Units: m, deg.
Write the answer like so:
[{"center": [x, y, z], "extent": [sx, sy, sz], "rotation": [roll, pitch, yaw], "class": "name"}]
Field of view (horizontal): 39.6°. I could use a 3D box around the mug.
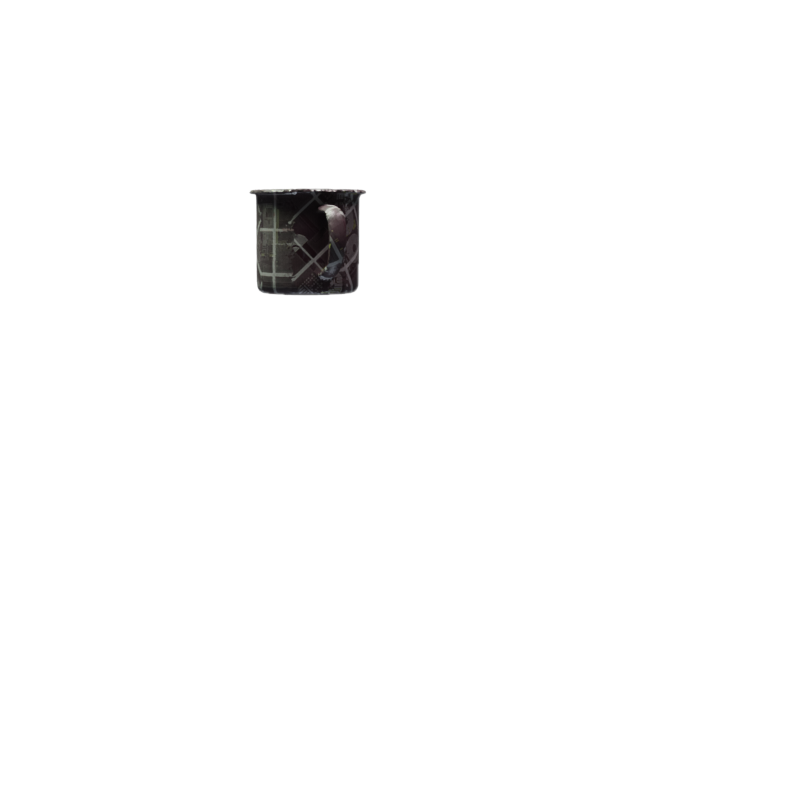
[{"center": [-0.068, -0.124, 0.872], "extent": [0.091, 0.081, 0.121], "rotation": [-2, 7, -25], "class": "mug"}]
